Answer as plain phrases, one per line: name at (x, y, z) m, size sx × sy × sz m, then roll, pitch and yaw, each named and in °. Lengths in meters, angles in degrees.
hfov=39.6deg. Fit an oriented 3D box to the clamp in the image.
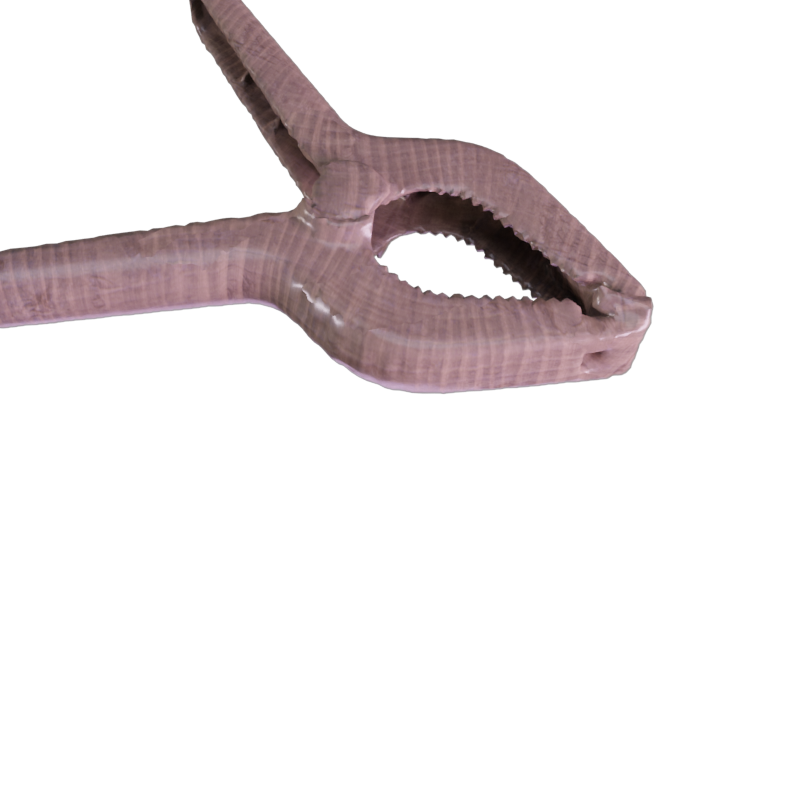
clamp at (-0.028, -0.051, 0.360) m, size 0.219 × 0.169 × 0.034 m, roll 27°, pitch -30°, yaw 17°
